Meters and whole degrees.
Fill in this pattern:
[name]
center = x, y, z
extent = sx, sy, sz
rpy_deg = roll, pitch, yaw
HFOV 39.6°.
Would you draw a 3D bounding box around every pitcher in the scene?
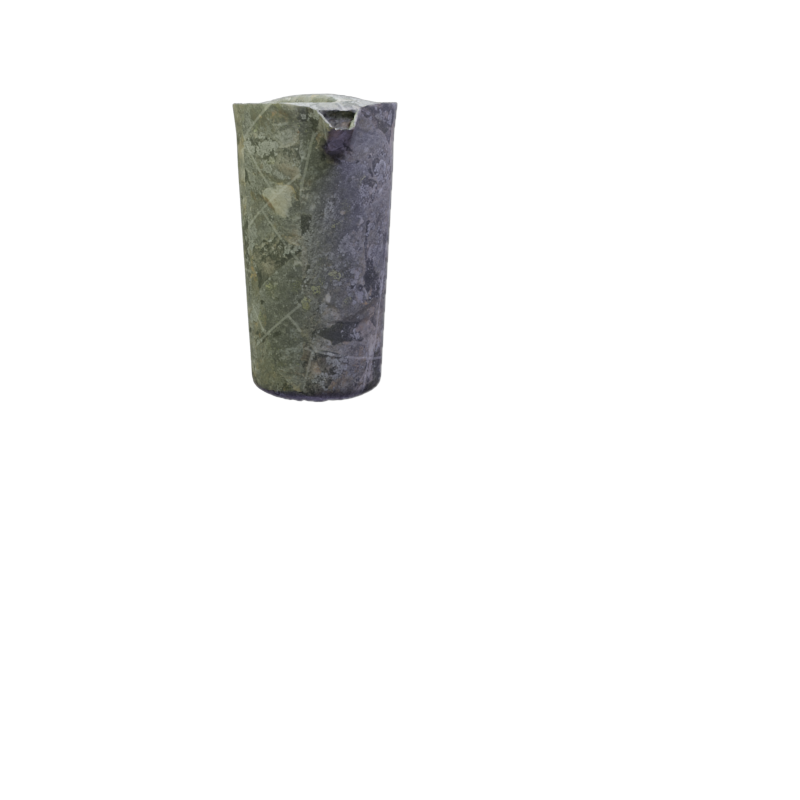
[pitcher]
center = -0.072, -0.131, 0.919
extent = 0.150, 0.238, 0.147
rpy_deg = 5, 11, 26
